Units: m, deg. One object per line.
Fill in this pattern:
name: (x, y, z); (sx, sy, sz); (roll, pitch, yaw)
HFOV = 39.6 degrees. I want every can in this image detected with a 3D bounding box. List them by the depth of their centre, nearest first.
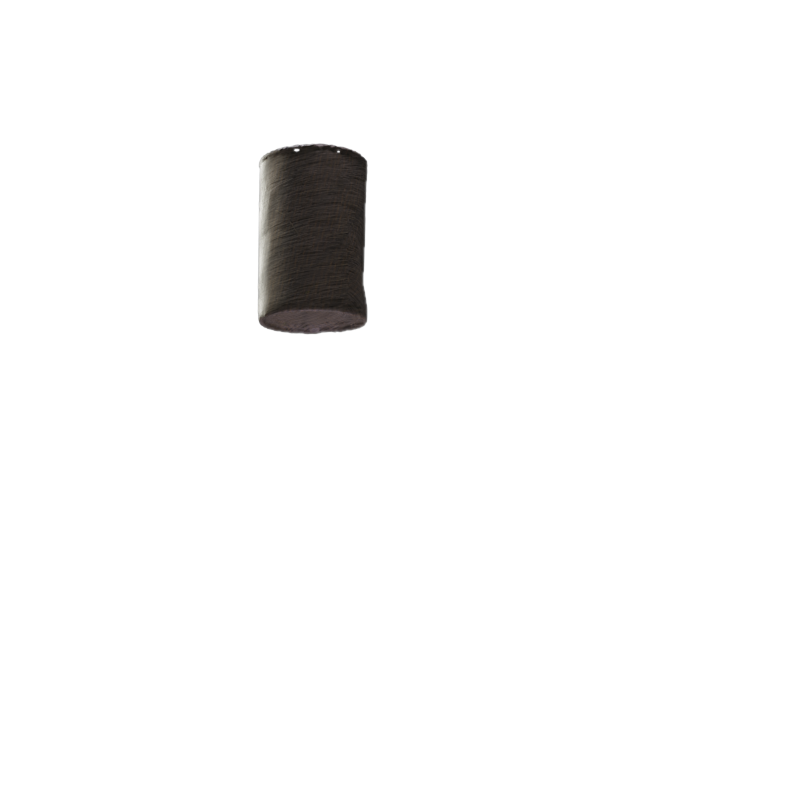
can: (-0.053, -0.097, 0.677); (0.068, 0.106, 0.066); (0, -14, -2)
